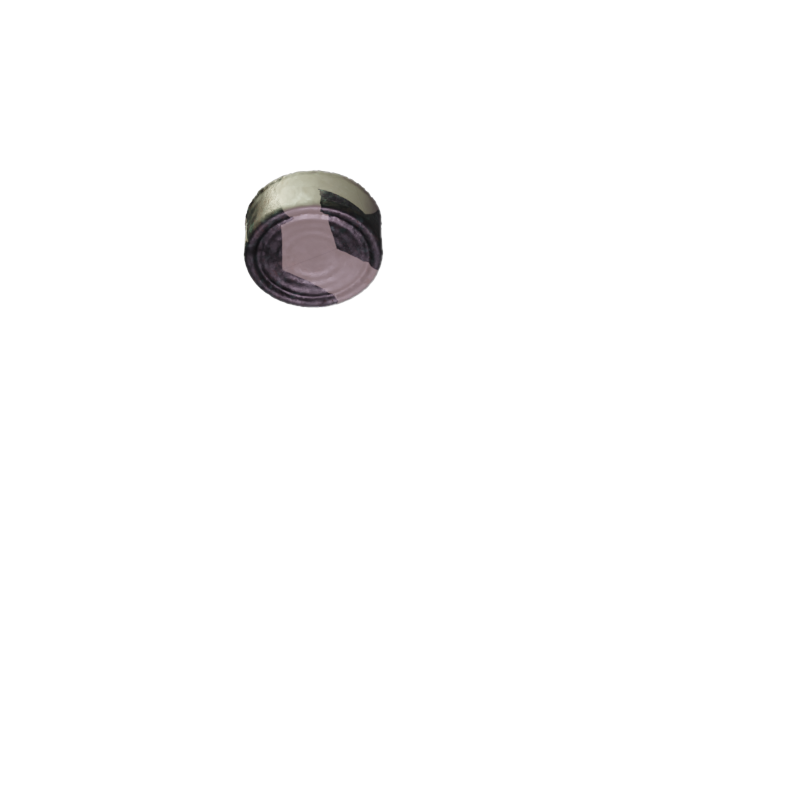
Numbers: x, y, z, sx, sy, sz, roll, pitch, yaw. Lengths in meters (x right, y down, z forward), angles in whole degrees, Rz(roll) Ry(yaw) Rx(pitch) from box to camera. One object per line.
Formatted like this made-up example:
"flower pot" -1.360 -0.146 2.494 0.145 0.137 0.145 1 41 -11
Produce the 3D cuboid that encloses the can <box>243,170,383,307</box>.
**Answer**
"can" -0.053 -0.097 0.682 0.086 0.080 0.036 1 45 -1
